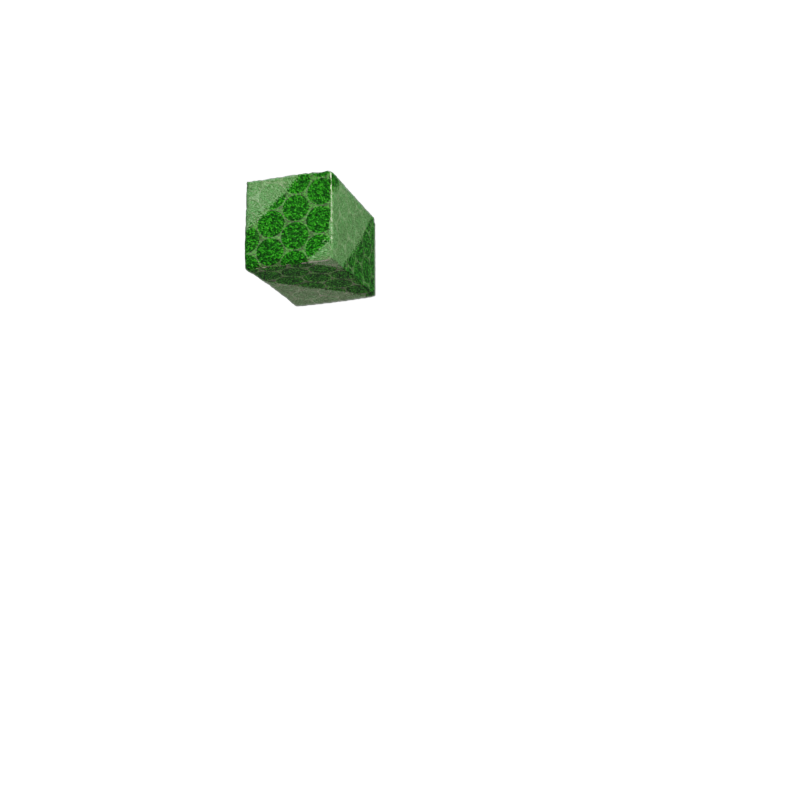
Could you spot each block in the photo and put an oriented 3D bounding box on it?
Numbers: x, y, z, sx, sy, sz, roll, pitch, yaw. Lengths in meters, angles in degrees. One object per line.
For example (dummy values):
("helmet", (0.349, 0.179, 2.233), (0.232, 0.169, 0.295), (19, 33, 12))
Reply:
("block", (-0.049, -0.090, 0.629), (0.054, 0.053, 0.073), (-6, -16, 16))
